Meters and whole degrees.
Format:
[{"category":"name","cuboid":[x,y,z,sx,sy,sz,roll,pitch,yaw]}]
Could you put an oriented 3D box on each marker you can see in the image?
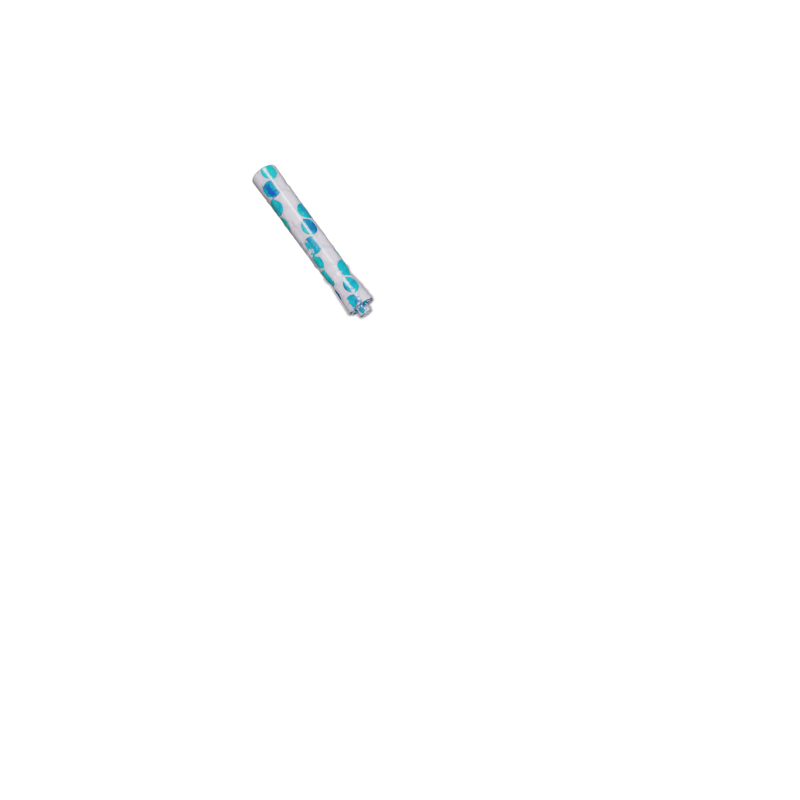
[{"category":"marker","cuboid":[-0.057,-0.103,0.723,0.020,0.127,0.019,-31,-19,-12]}]
